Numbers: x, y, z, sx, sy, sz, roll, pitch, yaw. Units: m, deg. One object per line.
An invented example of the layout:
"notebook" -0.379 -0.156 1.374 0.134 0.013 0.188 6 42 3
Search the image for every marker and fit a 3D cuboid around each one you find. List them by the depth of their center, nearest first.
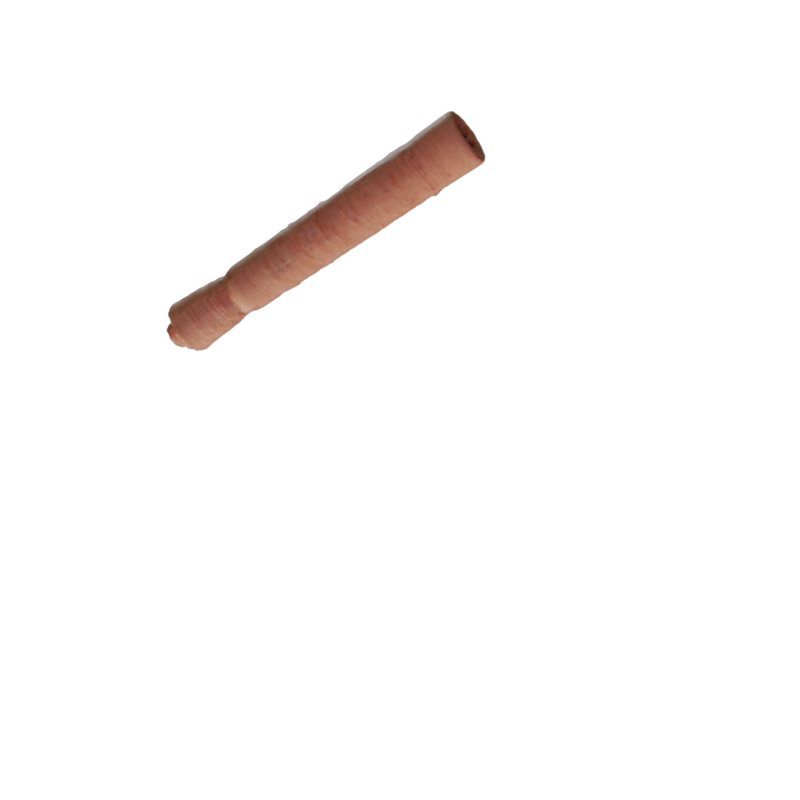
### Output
"marker" -0.028 -0.050 0.354 0.120 0.020 0.019 -31 -8 21
